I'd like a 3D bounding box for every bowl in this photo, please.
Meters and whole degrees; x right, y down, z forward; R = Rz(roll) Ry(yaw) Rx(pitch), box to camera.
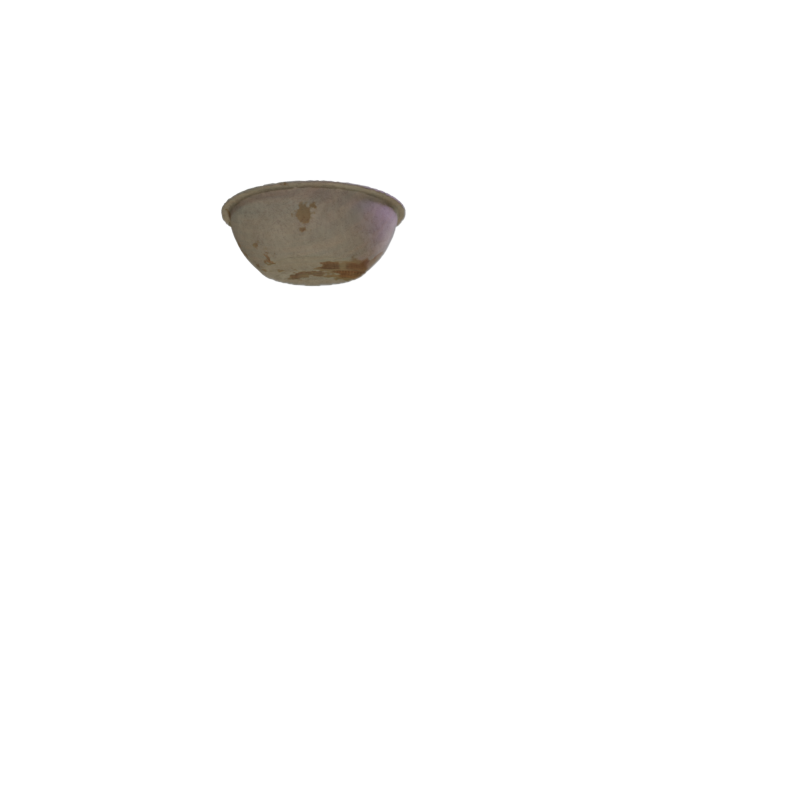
[{"bbox_3d":[-0.075,-0.137,0.962,0.162,0.057,0.157,0,-12,-2],"label":"bowl"}]
